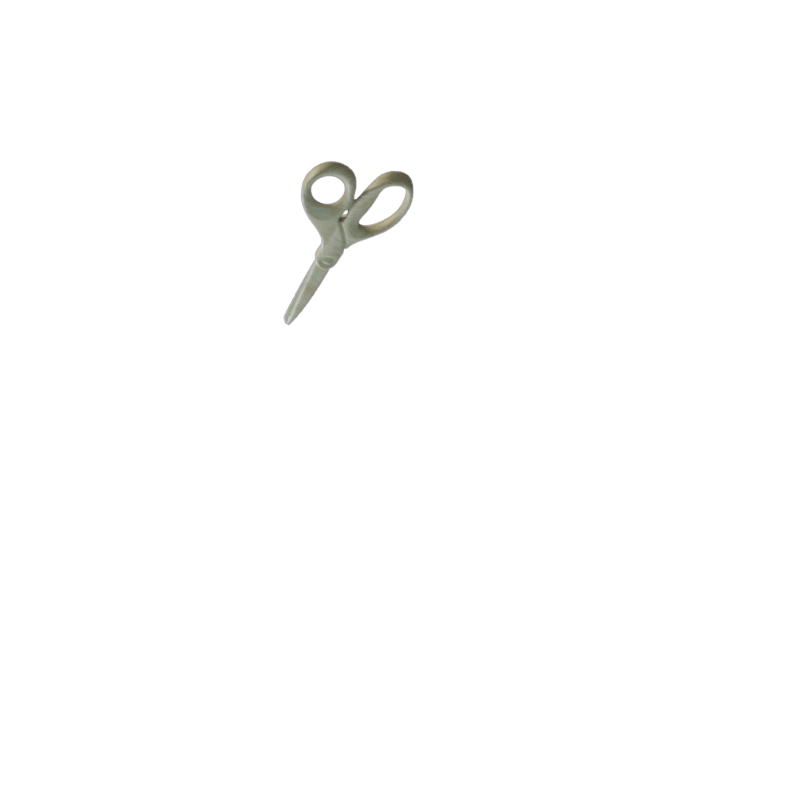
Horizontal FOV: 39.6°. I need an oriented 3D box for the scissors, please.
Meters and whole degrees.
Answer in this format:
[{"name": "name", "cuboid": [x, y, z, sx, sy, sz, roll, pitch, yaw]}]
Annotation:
[{"name": "scissors", "cuboid": [-0.071, -0.130, 0.911, 0.091, 0.017, 0.199, 28, -46, -30]}]
